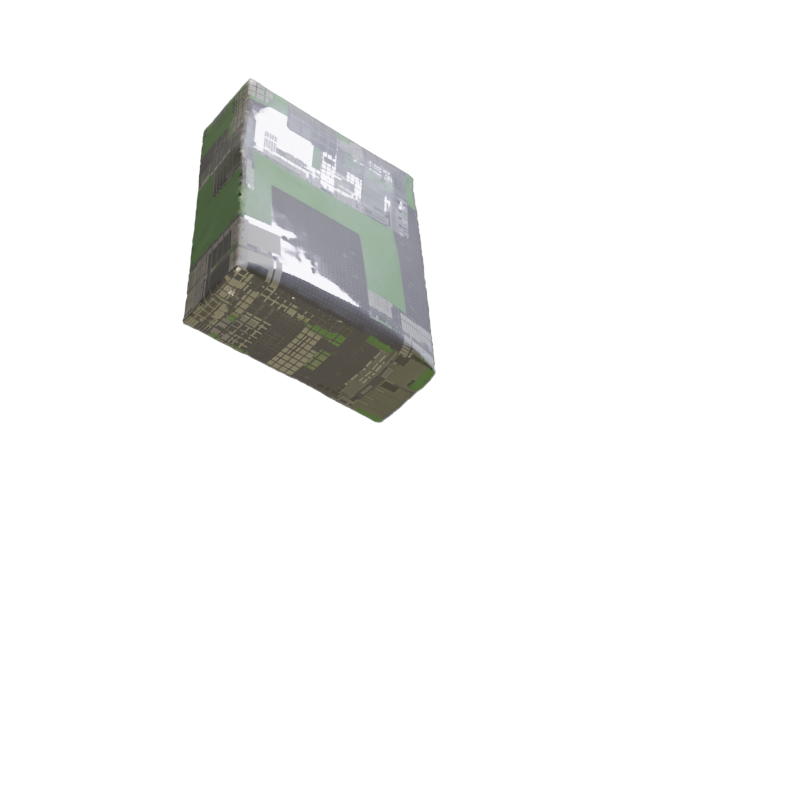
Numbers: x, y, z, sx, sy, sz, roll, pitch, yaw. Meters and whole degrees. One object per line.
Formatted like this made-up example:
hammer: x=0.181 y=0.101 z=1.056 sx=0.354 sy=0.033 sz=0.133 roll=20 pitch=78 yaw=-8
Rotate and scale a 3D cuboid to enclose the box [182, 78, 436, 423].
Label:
box: x=-0.061 y=-0.112 z=0.784 sx=0.156 sy=0.230 sz=0.070 roll=27 pitch=-52 yaw=-27
